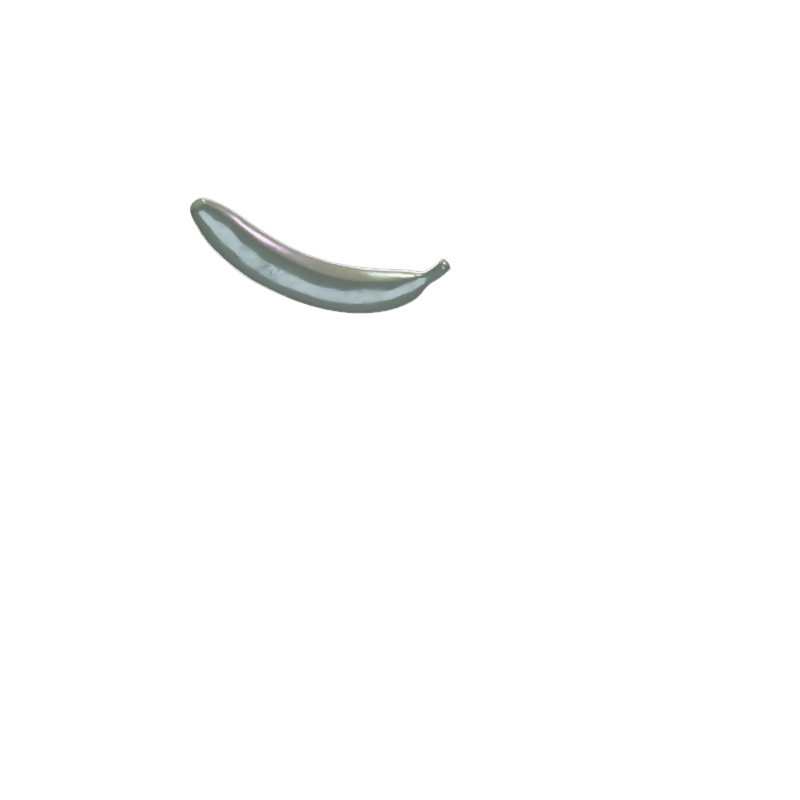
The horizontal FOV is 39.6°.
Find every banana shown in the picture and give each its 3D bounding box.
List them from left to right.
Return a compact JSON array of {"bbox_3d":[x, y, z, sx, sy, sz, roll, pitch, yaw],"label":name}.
[{"bbox_3d":[-0.067,-0.103,0.839,0.195,0.066,0.039,13,28,-7],"label":"banana"}]
